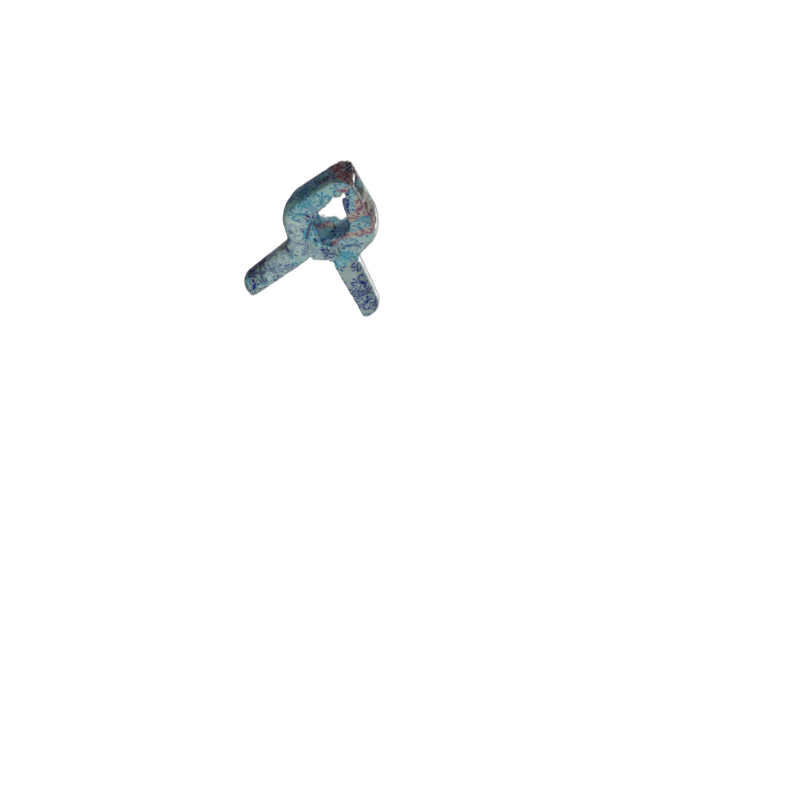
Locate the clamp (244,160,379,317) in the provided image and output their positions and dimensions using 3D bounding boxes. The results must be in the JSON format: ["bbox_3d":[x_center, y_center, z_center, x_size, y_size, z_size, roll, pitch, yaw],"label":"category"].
[{"bbox_3d":[-0.073,-0.133,0.934,0.120,0.042,0.160,2,-41,-3],"label":"clamp"}]
